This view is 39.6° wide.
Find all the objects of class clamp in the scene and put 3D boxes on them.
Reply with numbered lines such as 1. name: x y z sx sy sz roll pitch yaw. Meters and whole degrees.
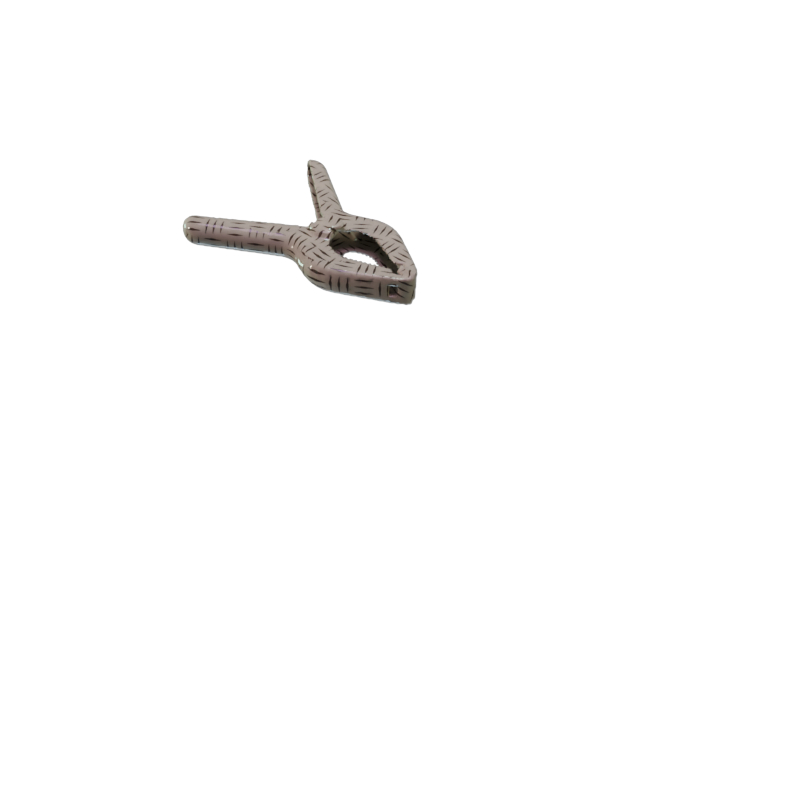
1. clamp: -0.075 -0.137 0.959 0.164 0.034 0.226 -27 47 -29
